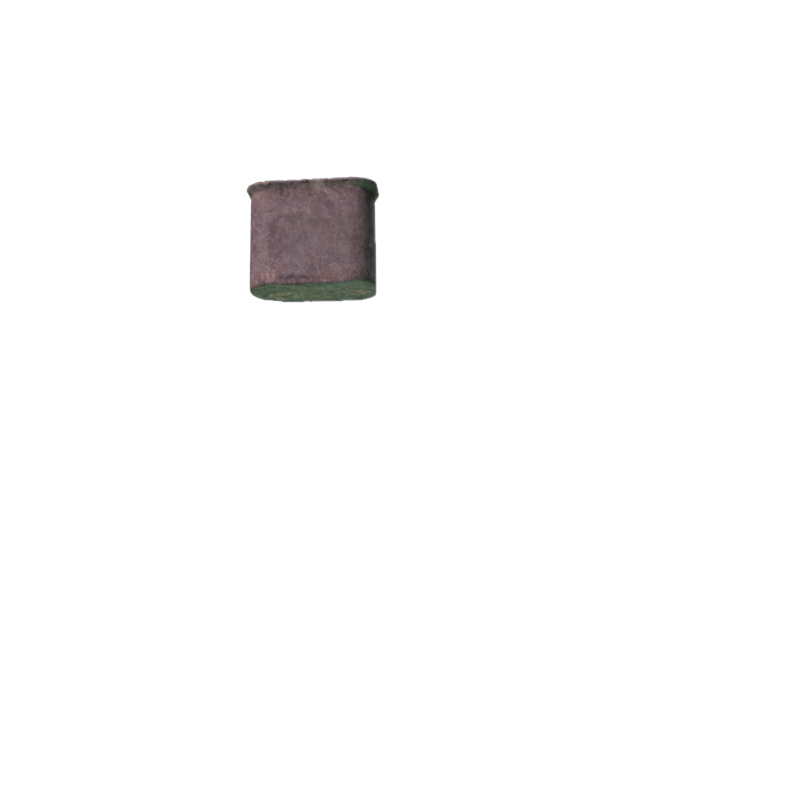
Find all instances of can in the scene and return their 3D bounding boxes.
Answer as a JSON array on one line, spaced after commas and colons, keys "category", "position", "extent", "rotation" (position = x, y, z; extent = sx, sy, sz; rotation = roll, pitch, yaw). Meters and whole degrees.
[{"category": "can", "position": [-0.067, -0.122, 0.857], "extent": [0.103, 0.087, 0.055], "rotation": [-2, -15, 5]}]
